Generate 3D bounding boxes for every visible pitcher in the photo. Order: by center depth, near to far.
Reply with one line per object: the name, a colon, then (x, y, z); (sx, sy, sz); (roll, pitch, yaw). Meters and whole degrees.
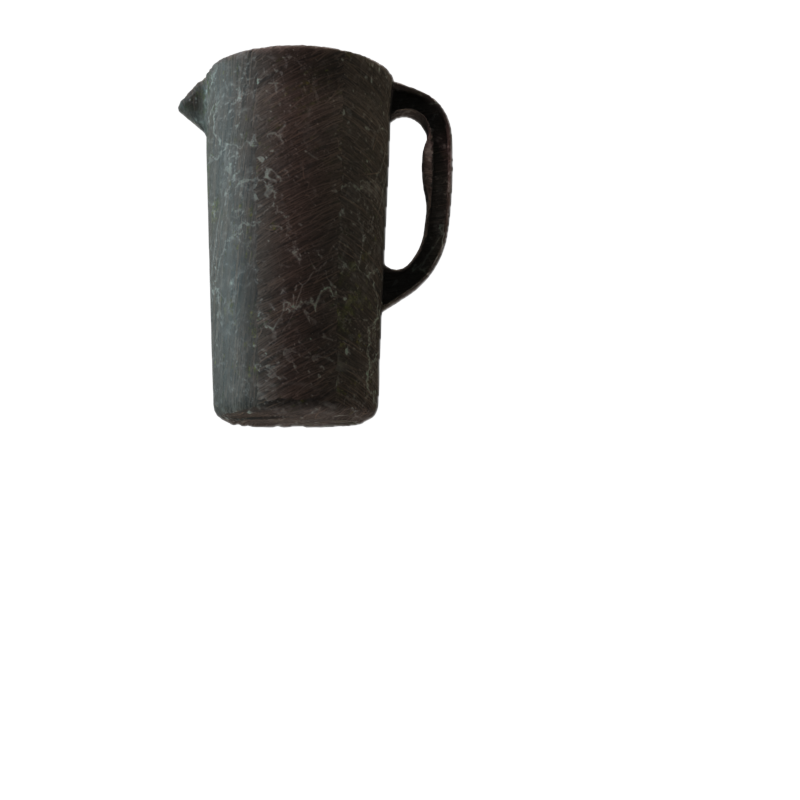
pitcher: (-0.059, -0.107, 0.748); (0.153, 0.250, 0.137); (-10, -14, 41)
